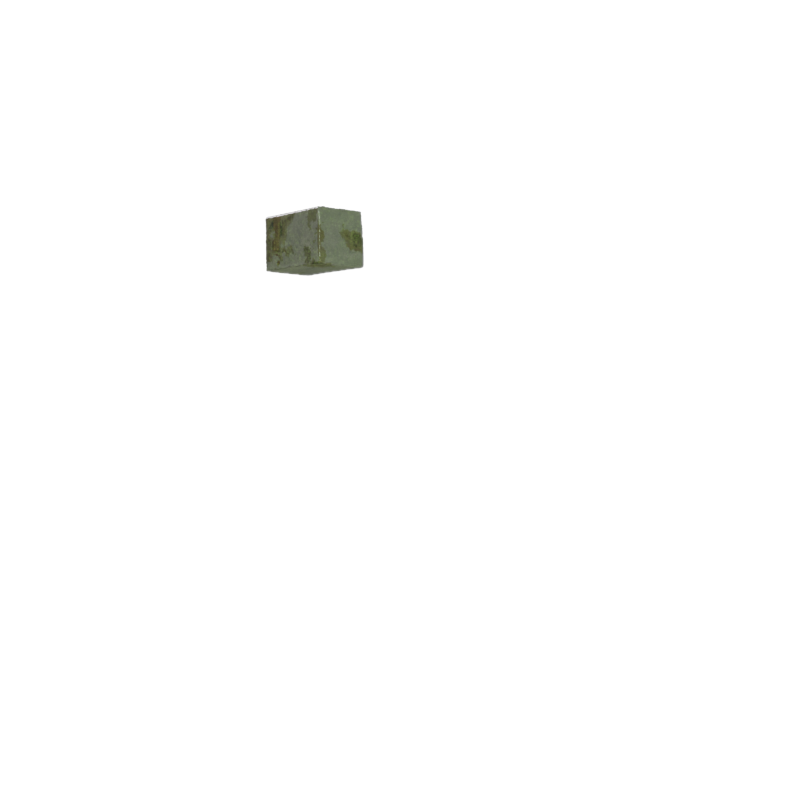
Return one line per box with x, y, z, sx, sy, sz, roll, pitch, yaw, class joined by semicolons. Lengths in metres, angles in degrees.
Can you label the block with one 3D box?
-0.078;-0.142;0.995;0.050;0.052;0.080;4;-5;-43;block
